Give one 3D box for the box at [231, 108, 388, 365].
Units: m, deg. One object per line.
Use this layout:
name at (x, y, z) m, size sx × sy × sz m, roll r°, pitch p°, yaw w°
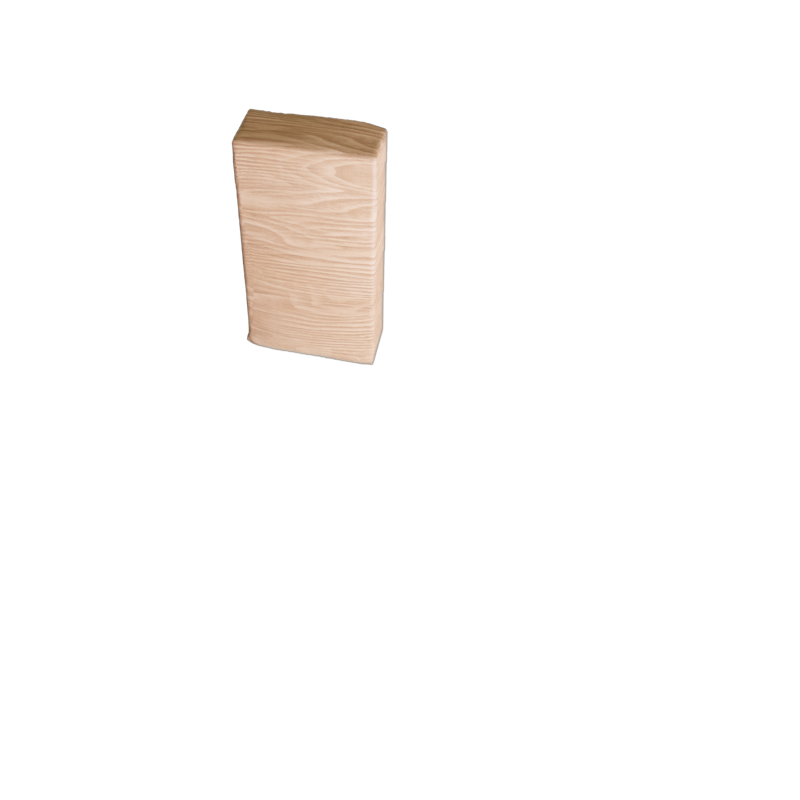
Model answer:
box at (-0.057, -0.105, 0.732) m, size 0.095 × 0.164 × 0.051 m, roll 11°, pitch 42°, yaw 9°
